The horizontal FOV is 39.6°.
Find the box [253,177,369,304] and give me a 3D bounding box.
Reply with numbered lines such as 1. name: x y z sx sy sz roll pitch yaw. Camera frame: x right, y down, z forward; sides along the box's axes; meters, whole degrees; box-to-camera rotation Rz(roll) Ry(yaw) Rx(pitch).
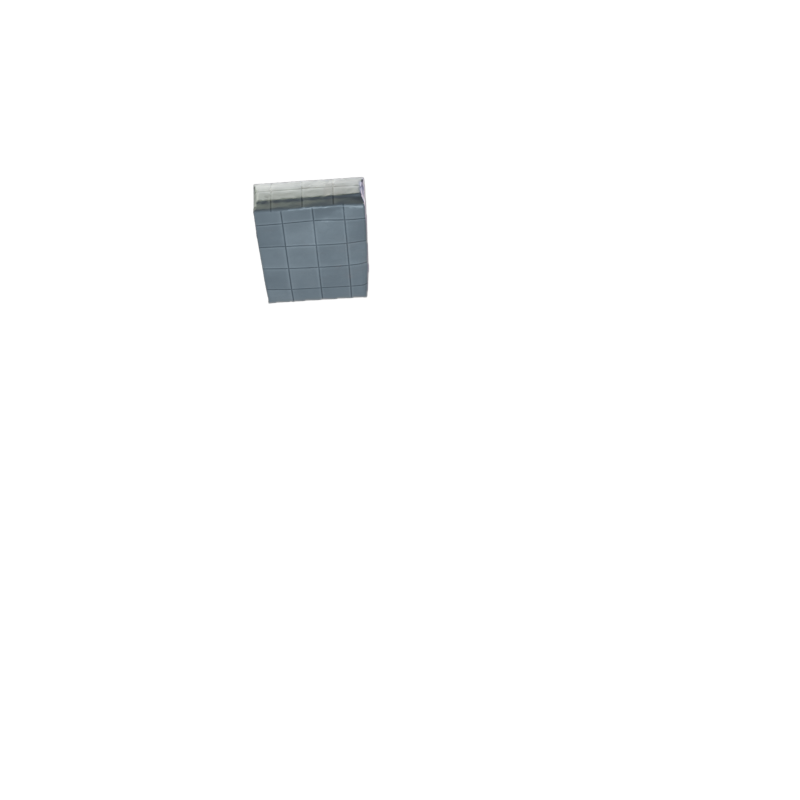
1. box: -0.071 -0.130 0.914 0.090 0.042 0.105 -2 -43 1
